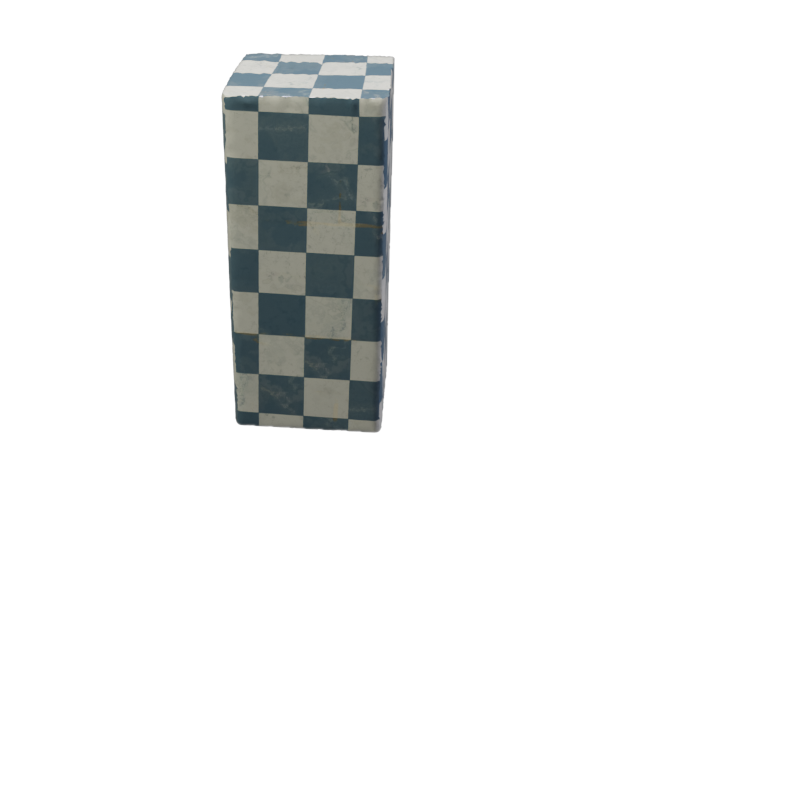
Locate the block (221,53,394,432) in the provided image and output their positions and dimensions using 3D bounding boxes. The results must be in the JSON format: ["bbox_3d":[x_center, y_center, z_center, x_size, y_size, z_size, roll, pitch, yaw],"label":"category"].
[{"bbox_3d":[-0.052,-0.094,0.658,0.091,0.195,0.095,3,27,3],"label":"block"}]
